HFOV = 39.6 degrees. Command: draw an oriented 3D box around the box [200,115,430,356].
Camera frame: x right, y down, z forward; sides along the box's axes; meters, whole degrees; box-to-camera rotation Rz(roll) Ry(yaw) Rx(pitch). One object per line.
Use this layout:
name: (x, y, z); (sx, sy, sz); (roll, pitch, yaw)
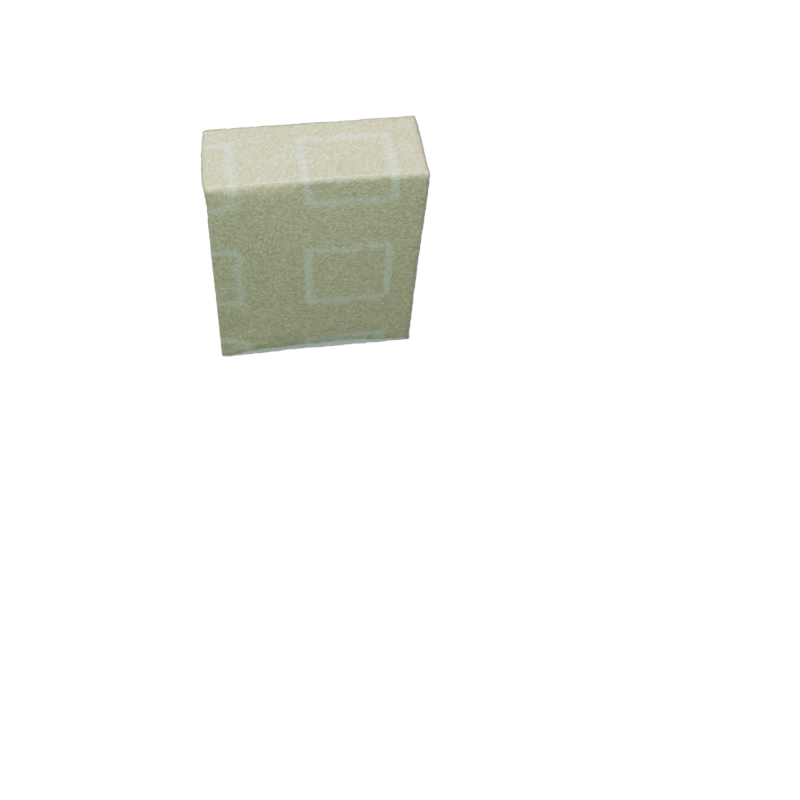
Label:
box: (-0.069, -0.126, 0.884); (0.163, 0.077, 0.200); (-4, -34, -6)
